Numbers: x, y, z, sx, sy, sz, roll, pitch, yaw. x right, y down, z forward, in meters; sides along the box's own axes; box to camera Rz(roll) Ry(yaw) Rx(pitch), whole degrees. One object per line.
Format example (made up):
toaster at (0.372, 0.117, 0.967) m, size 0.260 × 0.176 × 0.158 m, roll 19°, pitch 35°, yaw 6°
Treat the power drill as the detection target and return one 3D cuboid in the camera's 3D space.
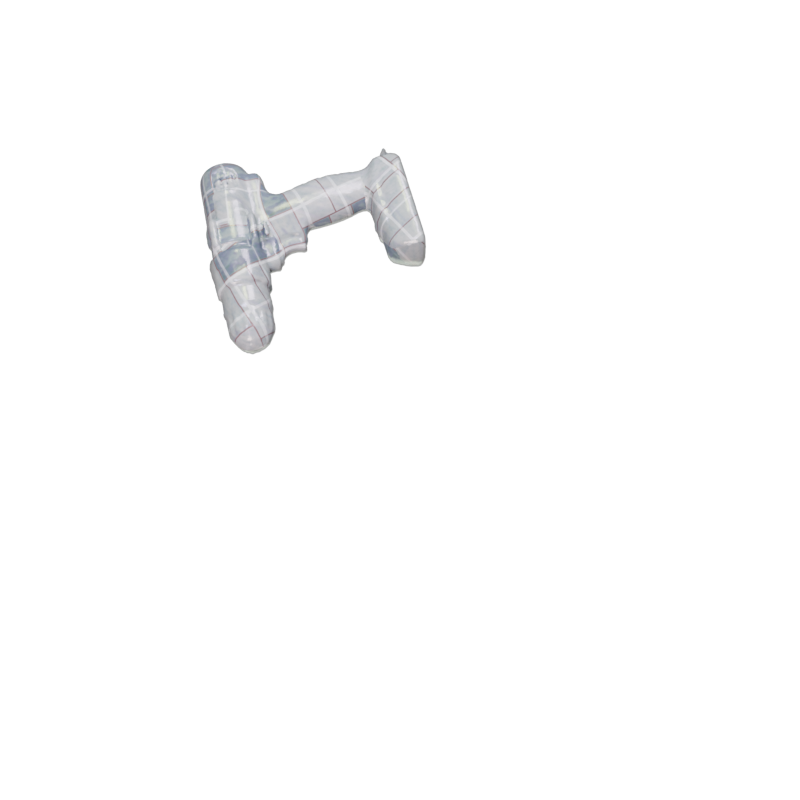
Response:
power drill at (-0.076, -0.139, 0.977) m, size 0.186 × 0.196 × 0.054 m, roll -11°, pitch -26°, yaw -6°
